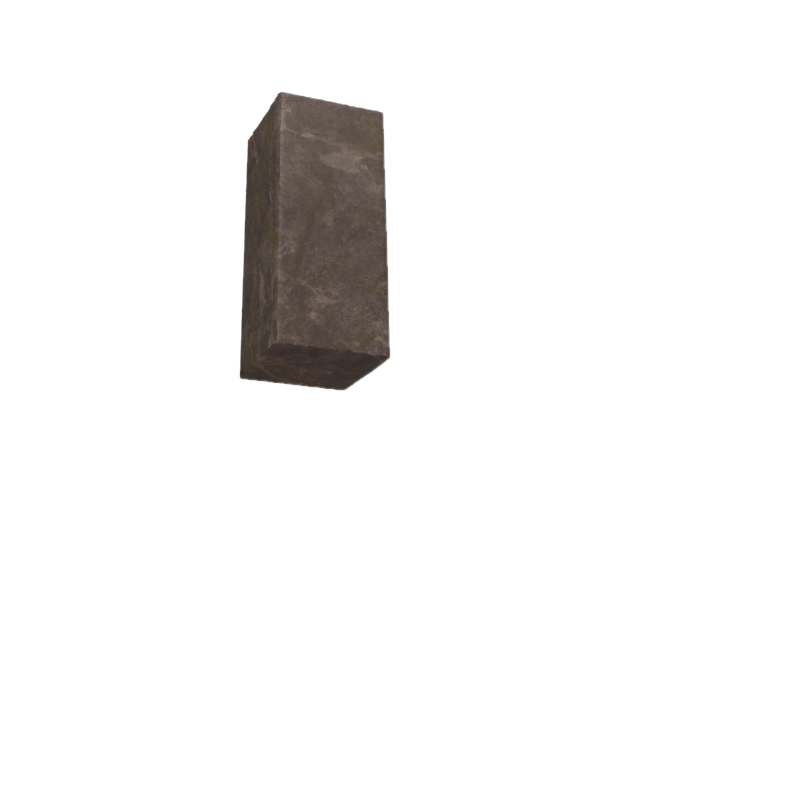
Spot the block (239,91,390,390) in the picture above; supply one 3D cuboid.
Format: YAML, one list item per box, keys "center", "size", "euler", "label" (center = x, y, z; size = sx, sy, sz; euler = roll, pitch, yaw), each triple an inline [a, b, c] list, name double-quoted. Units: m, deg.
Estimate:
- center: [-0.067, -0.123, 0.862]
  size: [0.088, 0.217, 0.088]
  euler: [8, -25, -22]
  label: "block"
